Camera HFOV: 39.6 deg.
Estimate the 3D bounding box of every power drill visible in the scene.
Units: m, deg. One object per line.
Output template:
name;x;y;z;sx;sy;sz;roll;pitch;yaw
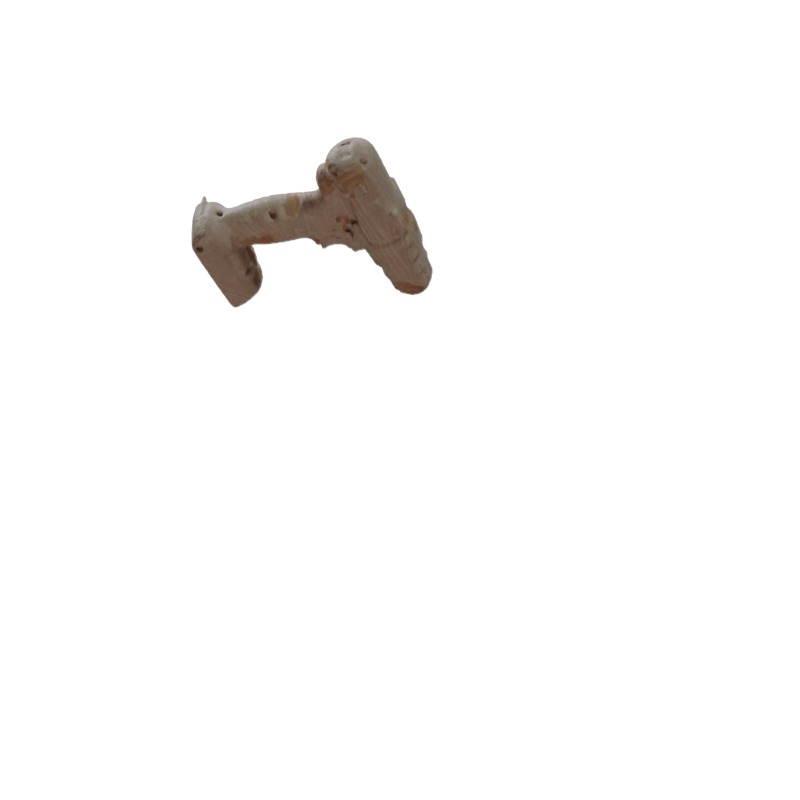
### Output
power drill;-0.078;-0.142;0.992;0.189;0.062;0.170;-15;-44;15
